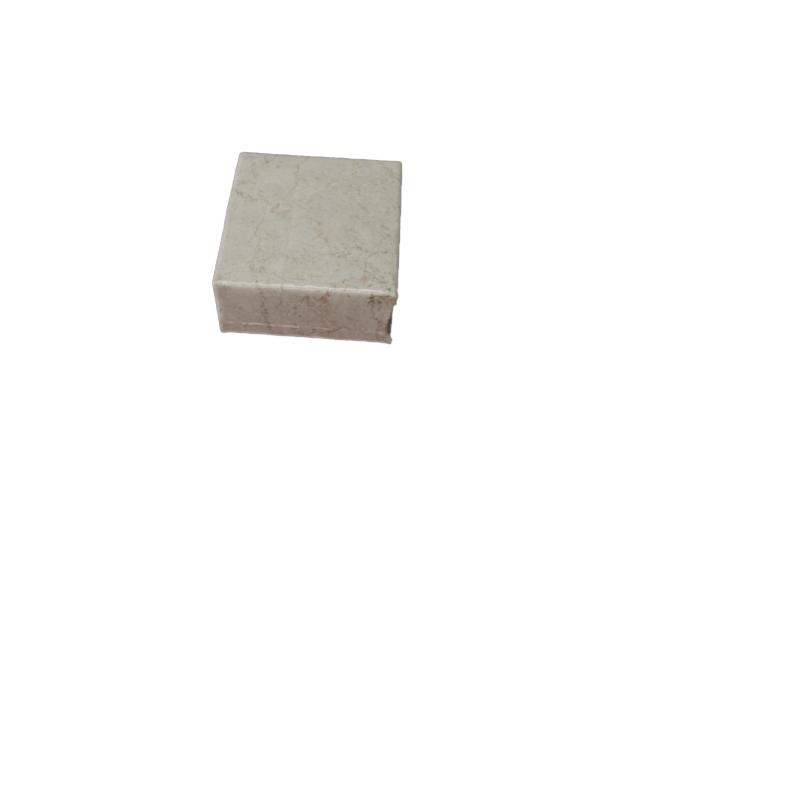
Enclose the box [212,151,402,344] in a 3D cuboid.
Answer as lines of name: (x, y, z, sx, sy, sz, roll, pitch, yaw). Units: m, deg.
box: (-0.045, -0.082, 0.575, 0.090, 0.121, 0.036, 2, -44, 1)
